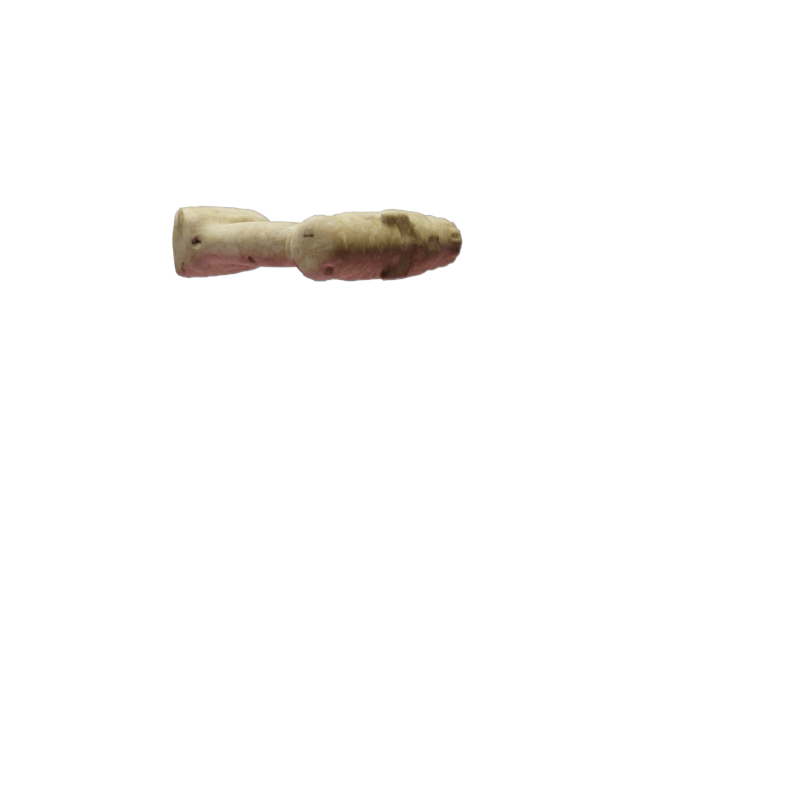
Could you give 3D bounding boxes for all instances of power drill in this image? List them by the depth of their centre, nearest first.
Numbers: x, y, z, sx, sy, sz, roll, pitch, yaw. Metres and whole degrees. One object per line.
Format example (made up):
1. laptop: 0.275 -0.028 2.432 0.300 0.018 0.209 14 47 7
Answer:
1. power drill: -0.067 -0.122 0.854 0.195 0.057 0.179 5 9 35
